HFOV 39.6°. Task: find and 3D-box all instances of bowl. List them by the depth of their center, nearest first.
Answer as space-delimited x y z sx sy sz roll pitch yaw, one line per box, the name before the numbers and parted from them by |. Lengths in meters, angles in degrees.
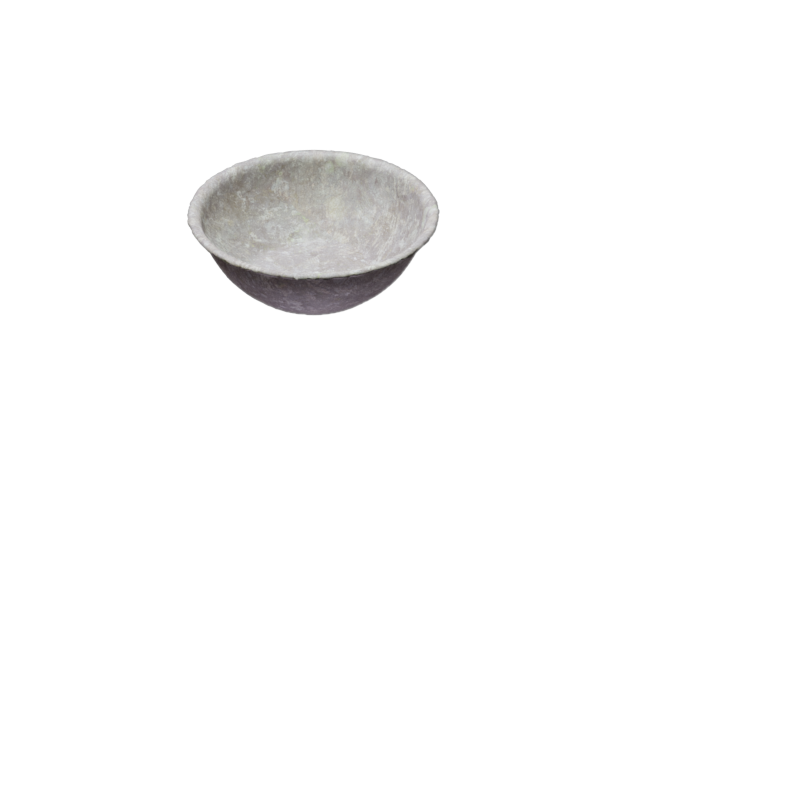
bowl | -0.057 -0.104 0.727 0.162 0.051 0.173 -1 37 -2
